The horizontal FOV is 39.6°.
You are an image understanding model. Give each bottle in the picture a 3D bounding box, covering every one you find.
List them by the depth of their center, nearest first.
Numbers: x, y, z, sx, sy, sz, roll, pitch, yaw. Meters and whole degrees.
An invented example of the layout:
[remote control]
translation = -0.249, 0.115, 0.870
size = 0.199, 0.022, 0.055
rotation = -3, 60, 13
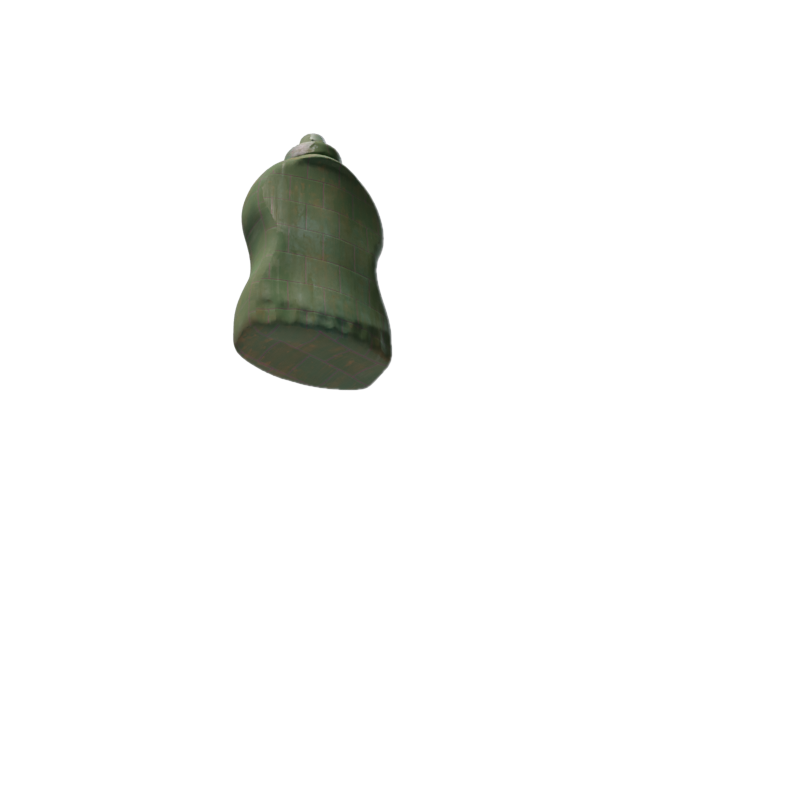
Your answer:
[bottle]
translation = -0.057, -0.103, 0.723
size = 0.093, 0.206, 0.056
rotation = 14, -41, -20
